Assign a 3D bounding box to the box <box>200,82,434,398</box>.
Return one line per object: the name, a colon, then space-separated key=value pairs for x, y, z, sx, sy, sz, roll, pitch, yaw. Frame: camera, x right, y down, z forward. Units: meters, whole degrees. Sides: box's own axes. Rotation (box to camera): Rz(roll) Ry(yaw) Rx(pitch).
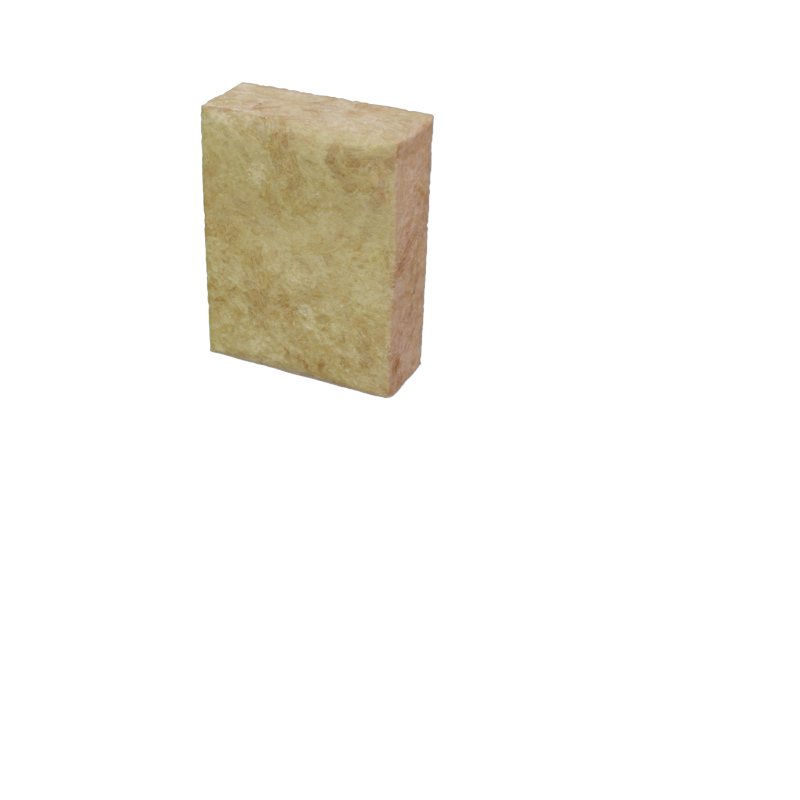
box: x=-0.066 y=-0.121 z=0.847 sx=0.171 sy=0.202 sz=0.073 roll=15 pitch=31 yaw=23
